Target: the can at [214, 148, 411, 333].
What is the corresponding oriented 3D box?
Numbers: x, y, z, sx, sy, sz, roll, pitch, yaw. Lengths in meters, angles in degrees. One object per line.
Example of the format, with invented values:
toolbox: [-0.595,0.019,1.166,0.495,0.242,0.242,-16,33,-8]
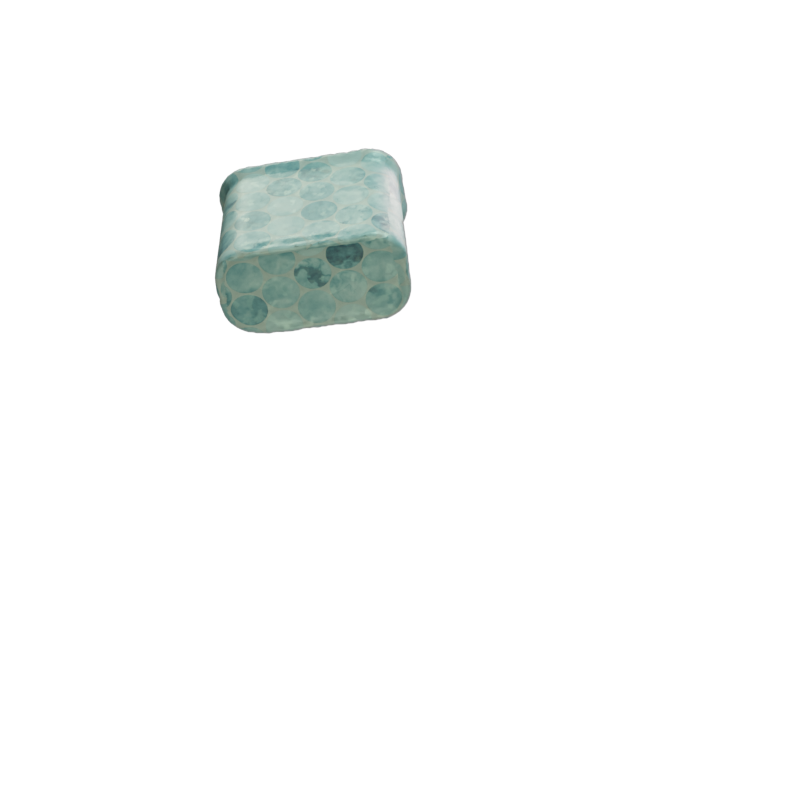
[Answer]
can: [-0.045,-0.083,0.581,0.102,0.053,0.090,-8,37,4]
